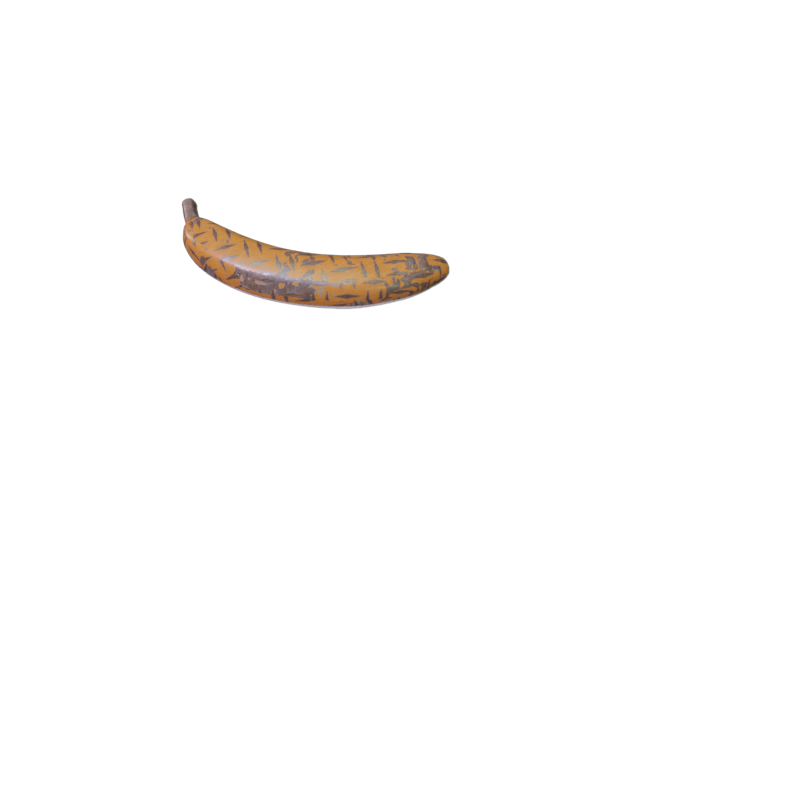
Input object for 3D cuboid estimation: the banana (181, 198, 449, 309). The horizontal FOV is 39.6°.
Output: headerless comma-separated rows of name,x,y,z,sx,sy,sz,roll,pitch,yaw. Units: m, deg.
banana,-0.068,-0.094,0.755,0.201,0.073,0.034,16,-31,10
